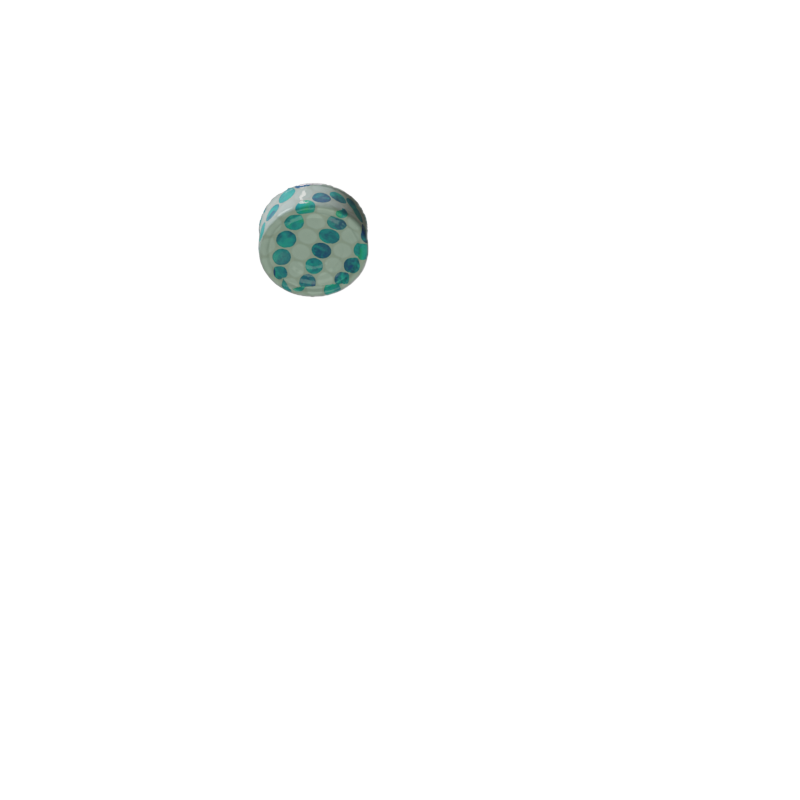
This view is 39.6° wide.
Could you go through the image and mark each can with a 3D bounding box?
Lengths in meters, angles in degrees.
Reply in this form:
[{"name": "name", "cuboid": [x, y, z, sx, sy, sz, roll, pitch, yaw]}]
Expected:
[{"name": "can", "cuboid": [-0.067, -0.122, 0.857, 0.086, 0.080, 0.036, 1, 35, -1]}]
